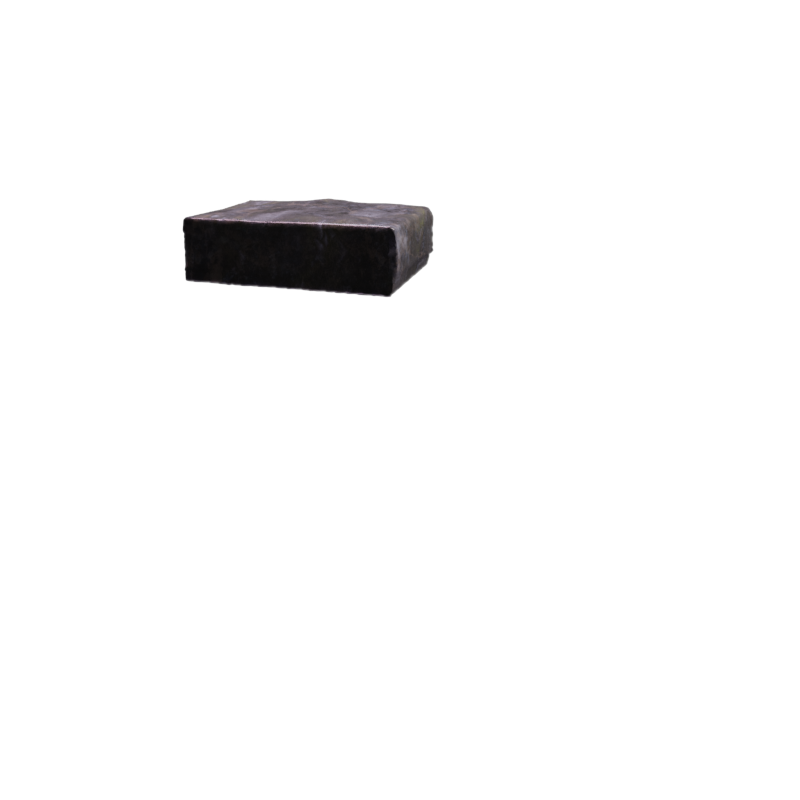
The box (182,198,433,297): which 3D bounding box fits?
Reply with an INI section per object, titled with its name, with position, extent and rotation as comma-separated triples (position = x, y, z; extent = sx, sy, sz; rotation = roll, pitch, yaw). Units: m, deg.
[box]
position = -0.037, -0.067, 0.469
extent = 0.091, 0.029, 0.073
rotation = 4, 15, 16
